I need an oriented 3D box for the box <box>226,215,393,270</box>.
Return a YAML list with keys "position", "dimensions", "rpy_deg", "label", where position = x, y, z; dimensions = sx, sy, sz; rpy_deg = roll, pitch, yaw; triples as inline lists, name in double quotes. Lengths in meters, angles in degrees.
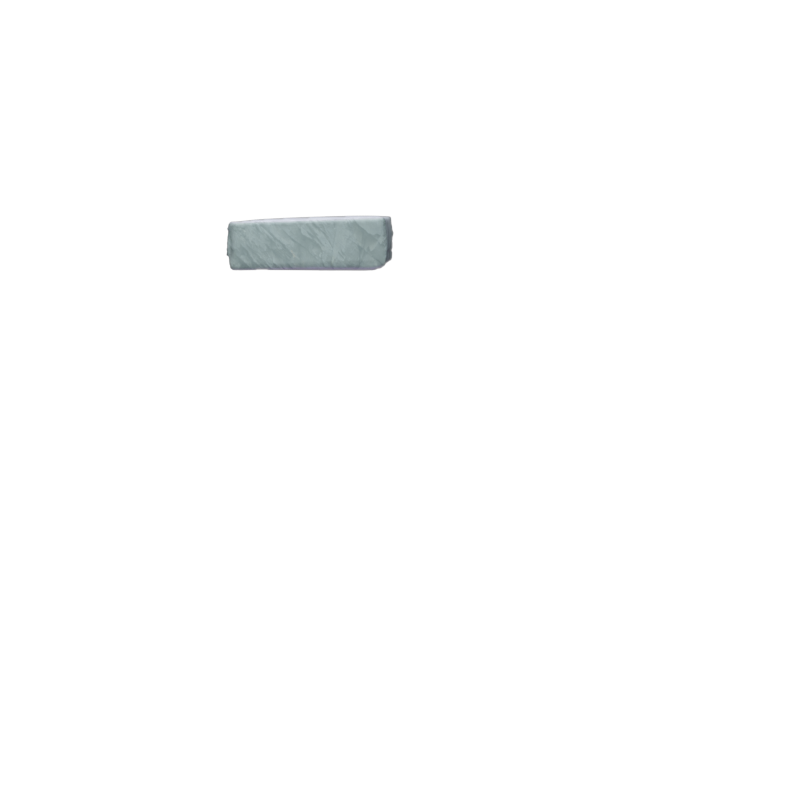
- position: [-0.064, -0.116, 0.813]
  dimensions: [0.114, 0.038, 0.091]
  rpy_deg: [1, 9, 5]
  label: "box"
